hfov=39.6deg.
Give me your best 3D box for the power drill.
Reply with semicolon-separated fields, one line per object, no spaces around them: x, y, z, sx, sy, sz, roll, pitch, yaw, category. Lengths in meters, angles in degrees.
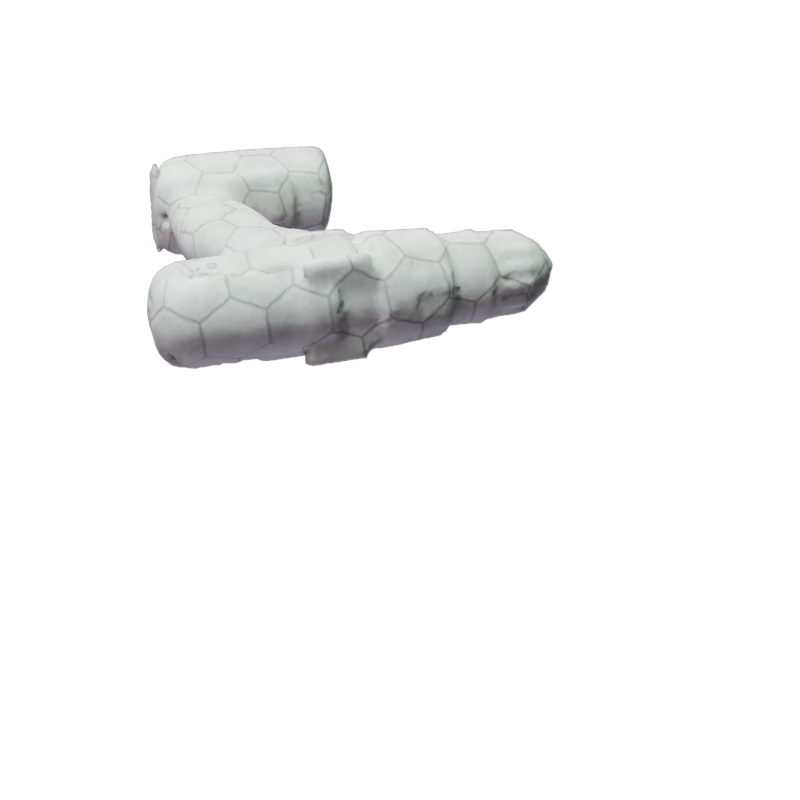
-0.043;-0.079;0.552;0.181;0.055;0.200;-8;26;-17;power drill
